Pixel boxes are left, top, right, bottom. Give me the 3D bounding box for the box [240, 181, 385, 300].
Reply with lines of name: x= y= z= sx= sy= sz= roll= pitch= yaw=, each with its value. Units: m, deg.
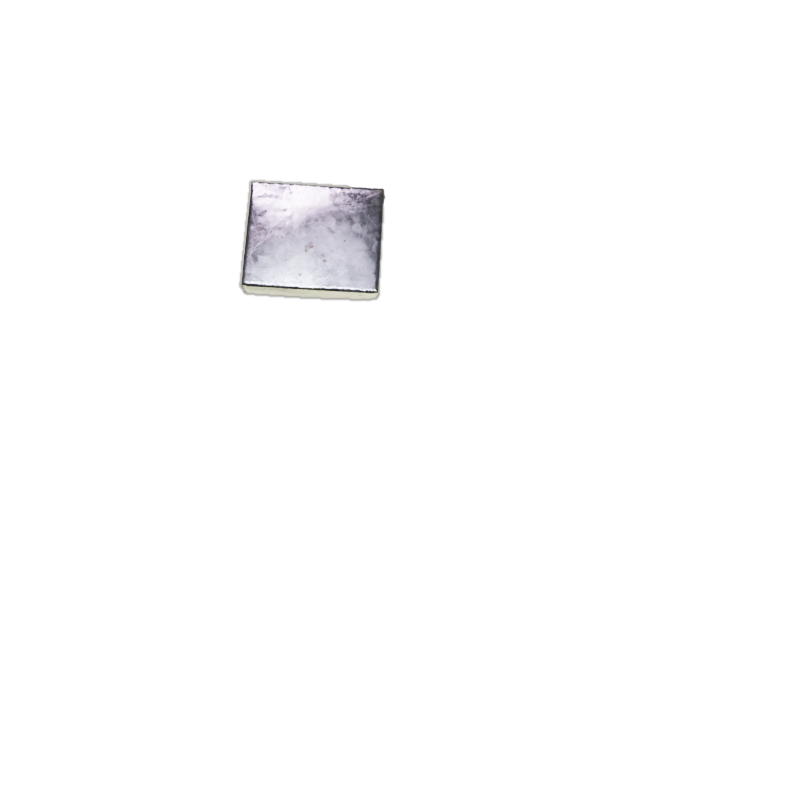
box: x=-0.071 y=-0.130 z=0.910 sx=0.114 sy=0.093 sz=0.037 roll=4 pitch=-15 yaw=1
